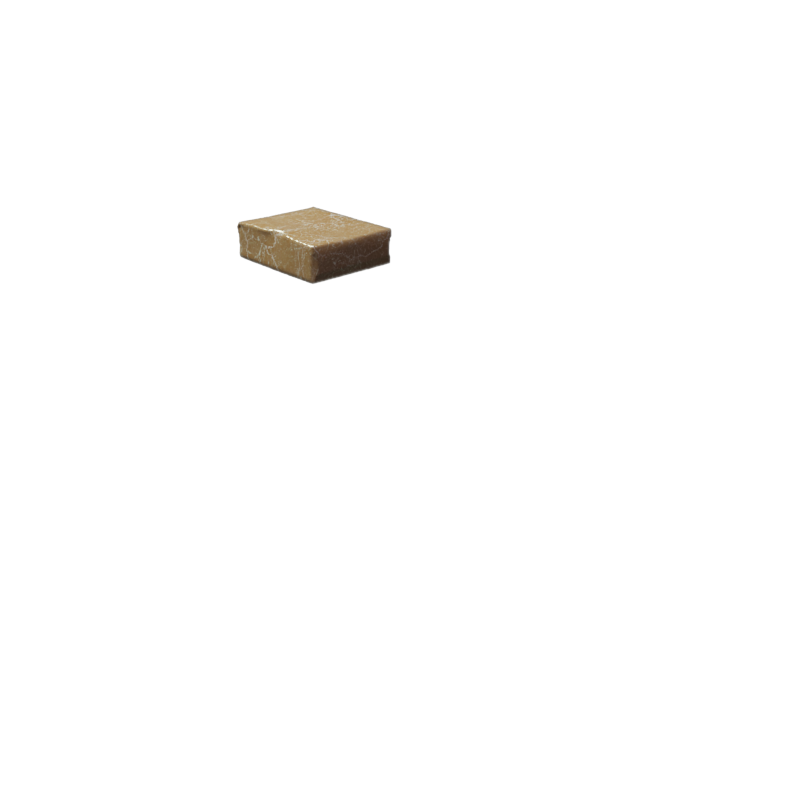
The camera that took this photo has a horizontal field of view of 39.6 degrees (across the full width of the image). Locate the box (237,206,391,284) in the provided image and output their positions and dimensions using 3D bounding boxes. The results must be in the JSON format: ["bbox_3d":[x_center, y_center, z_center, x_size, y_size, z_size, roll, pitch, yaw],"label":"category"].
[{"bbox_3d":[-0.063,-0.114,0.799,0.072,0.029,0.095,-18,29,-38],"label":"box"}]
